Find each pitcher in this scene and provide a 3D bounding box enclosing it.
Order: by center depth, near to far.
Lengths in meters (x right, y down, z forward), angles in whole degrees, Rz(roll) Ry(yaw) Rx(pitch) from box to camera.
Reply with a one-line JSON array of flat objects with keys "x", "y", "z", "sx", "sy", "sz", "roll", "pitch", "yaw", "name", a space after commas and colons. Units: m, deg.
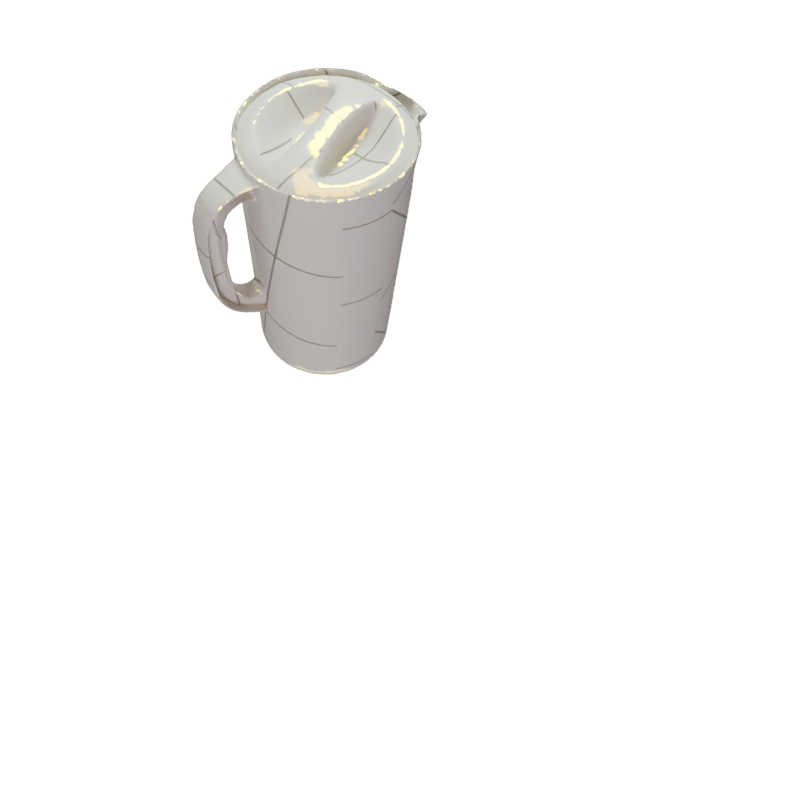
[{"x": -0.067, "y": -0.122, "z": 0.858, "sx": 0.151, "sy": 0.154, "sz": 0.227, "roll": 10, "pitch": -36, "yaw": 4, "name": "pitcher"}]
